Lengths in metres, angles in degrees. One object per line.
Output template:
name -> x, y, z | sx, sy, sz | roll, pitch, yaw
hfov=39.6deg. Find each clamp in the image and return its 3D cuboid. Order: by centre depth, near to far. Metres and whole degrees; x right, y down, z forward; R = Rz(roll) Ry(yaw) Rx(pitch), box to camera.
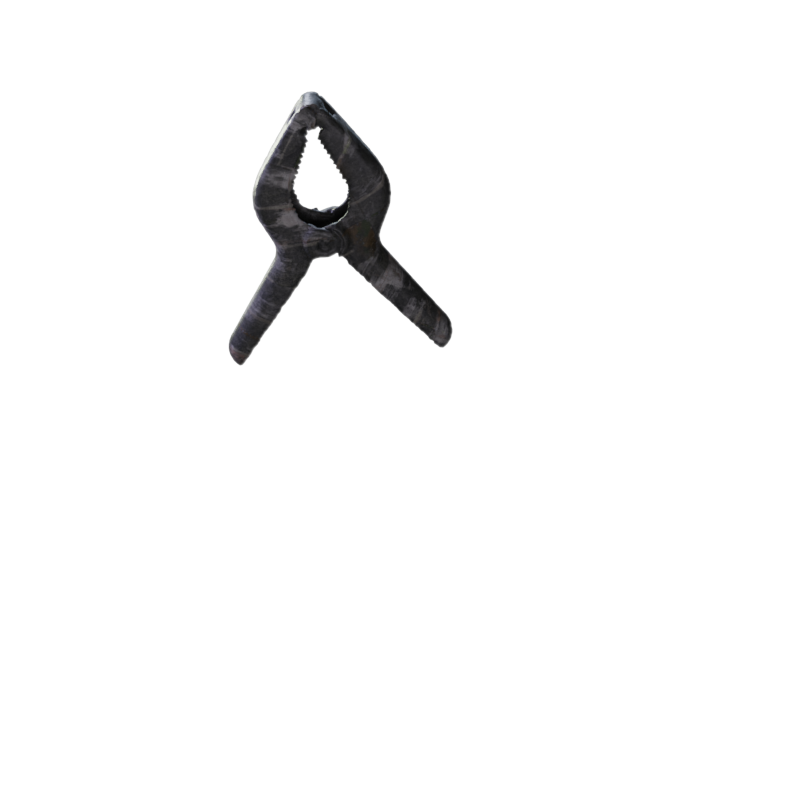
clamp -> -0.061, -0.111, 0.780 | 0.165, 0.197, 0.039 | -11, 29, 6
